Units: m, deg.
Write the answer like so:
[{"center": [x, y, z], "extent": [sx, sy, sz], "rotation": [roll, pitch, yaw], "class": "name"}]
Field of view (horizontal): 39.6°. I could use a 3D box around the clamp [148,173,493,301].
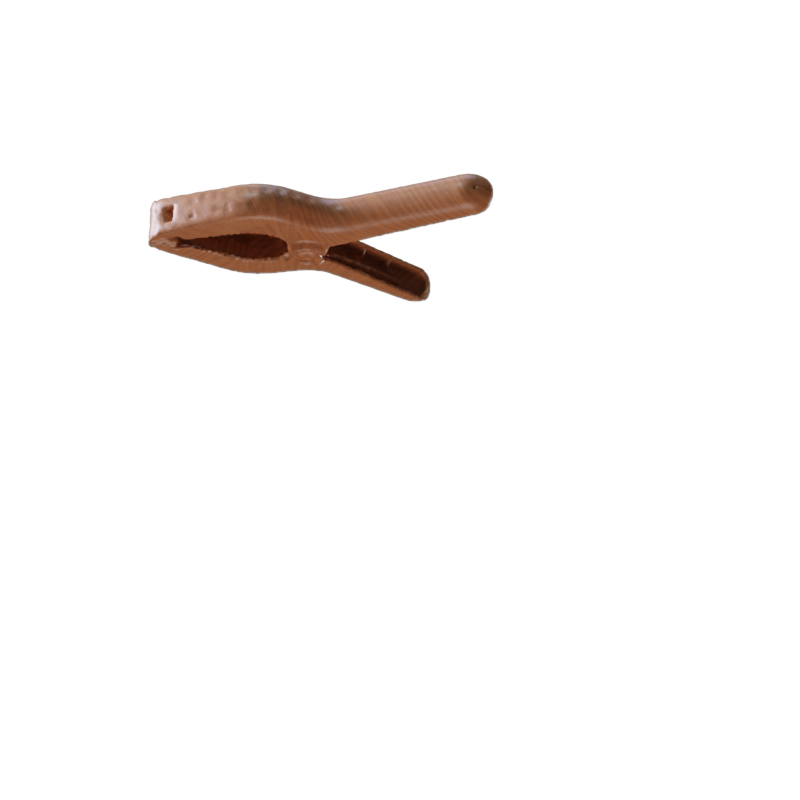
[{"center": [-0.057, -0.104, 0.726], "extent": [0.209, 0.038, 0.157], "rotation": [1, -19, -3], "class": "clamp"}]
